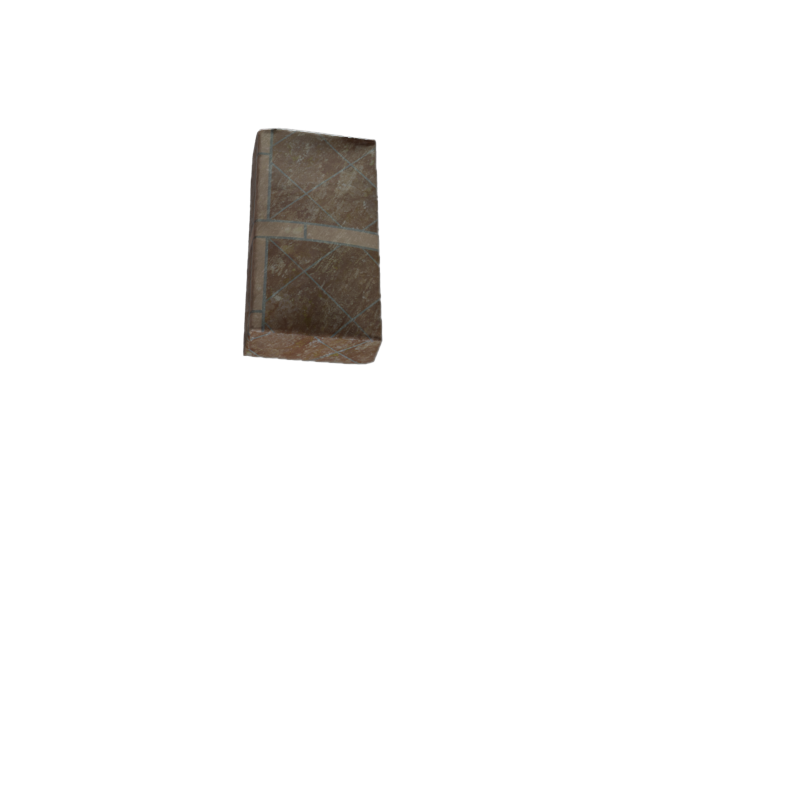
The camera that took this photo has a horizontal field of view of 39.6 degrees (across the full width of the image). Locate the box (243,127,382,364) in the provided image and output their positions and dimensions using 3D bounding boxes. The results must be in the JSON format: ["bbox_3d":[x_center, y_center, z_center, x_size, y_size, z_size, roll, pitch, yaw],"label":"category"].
[{"bbox_3d":[-0.063,-0.114,0.798,0.092,0.188,0.046,4,-30,-10],"label":"box"}]
